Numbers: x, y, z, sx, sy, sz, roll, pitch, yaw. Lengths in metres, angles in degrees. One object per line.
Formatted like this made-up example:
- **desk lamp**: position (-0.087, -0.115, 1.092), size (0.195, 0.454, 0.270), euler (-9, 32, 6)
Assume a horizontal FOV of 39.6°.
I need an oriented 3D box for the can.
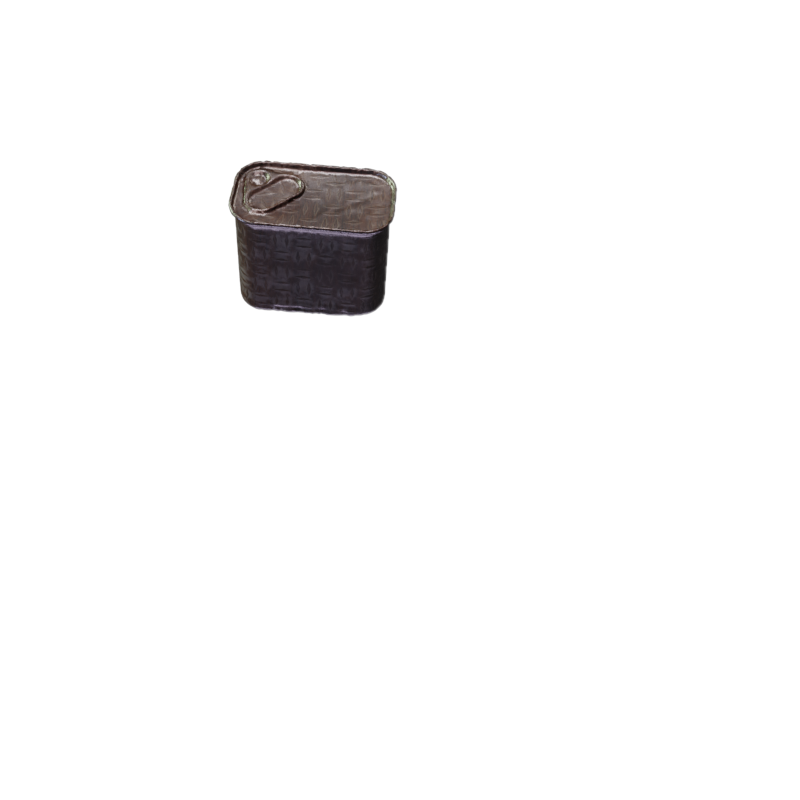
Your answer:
- **can**: position (-0.056, -0.101, 0.710), size (0.102, 0.061, 0.078), euler (5, -40, 3)
